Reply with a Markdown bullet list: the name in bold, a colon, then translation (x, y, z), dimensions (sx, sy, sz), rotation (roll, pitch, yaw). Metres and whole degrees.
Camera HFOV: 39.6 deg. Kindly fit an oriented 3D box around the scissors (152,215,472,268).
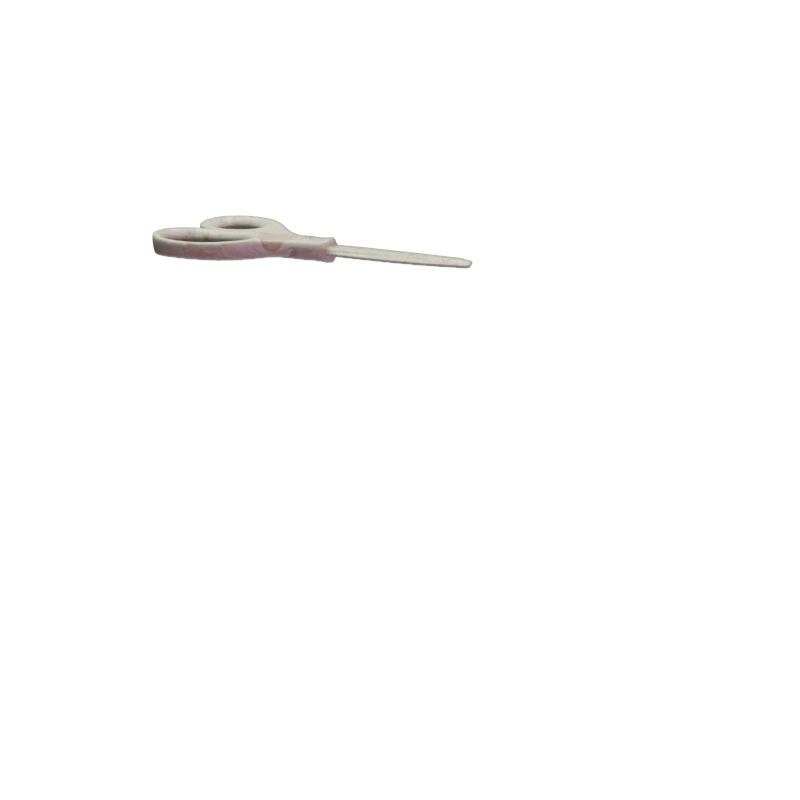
- **scissors**: translation (-0.055, -0.101, 0.705), dimensions (0.204, 0.015, 0.099), rotation (3, 21, 8)
